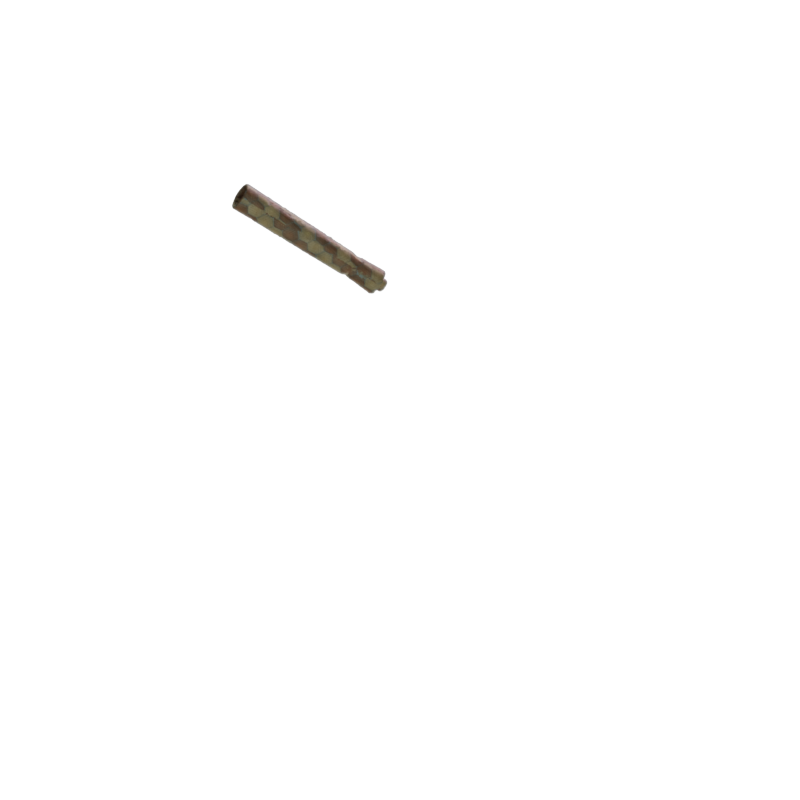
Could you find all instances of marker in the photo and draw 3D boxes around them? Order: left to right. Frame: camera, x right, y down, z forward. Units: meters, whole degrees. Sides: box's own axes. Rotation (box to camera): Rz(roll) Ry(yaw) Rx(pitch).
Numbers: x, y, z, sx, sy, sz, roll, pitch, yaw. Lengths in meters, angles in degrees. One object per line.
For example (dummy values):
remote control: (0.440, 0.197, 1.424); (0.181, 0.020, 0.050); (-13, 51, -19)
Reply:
marker: (-0.059, -0.107, 0.748); (0.116, 0.020, 0.020); (30, -8, -19)
